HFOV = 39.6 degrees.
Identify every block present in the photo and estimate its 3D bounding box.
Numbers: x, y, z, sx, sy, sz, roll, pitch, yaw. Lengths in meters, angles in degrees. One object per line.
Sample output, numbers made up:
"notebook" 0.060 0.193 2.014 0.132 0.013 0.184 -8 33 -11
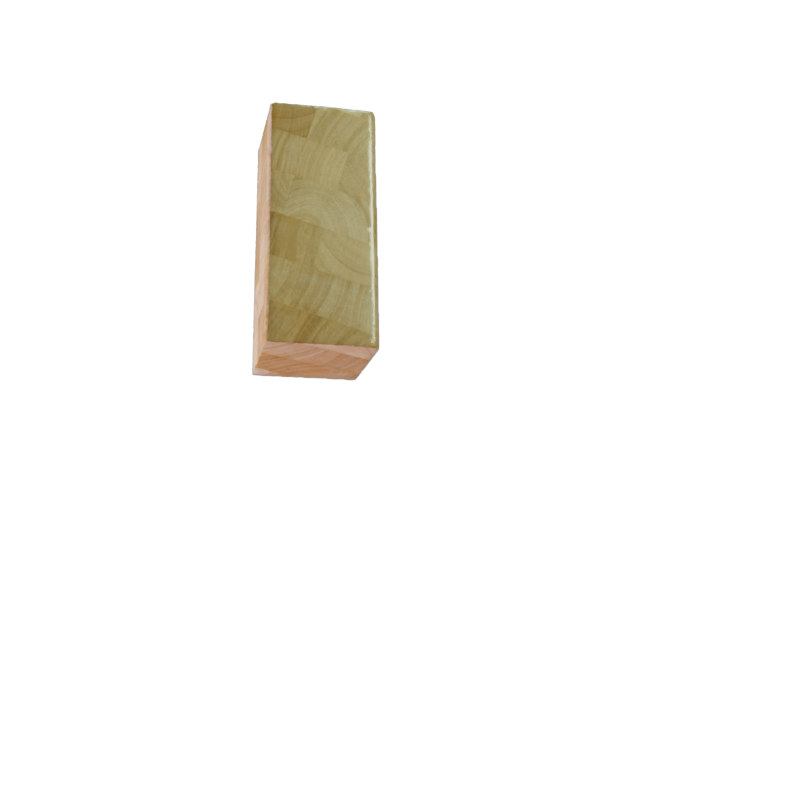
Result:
"block" -0.071 -0.130 0.912 0.089 0.217 0.088 3 -22 -12
